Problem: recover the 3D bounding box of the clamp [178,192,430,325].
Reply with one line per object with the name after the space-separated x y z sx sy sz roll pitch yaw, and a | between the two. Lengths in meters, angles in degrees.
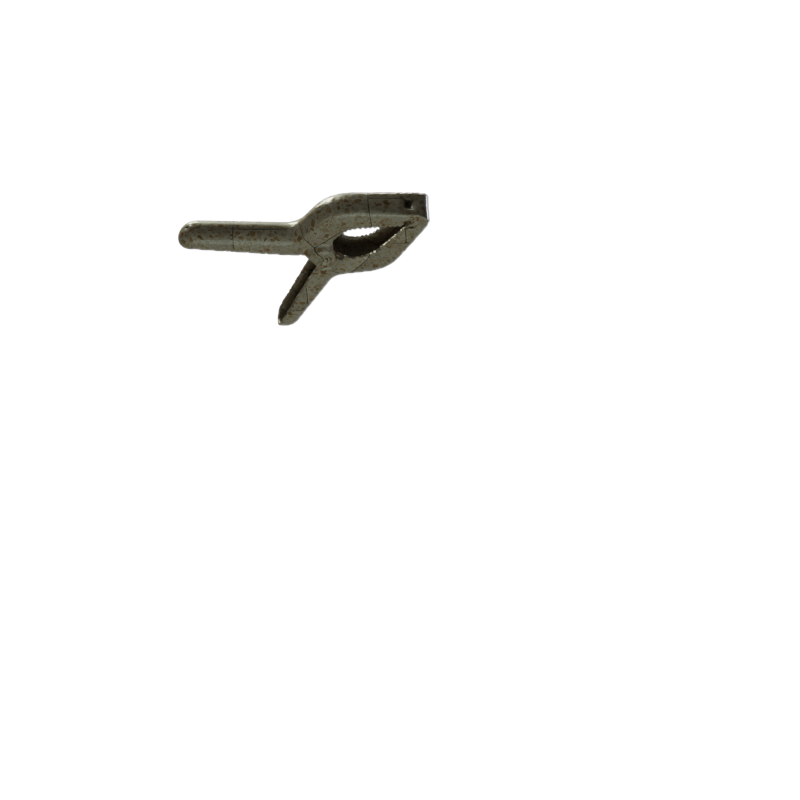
-0.075 -0.137 0.957 0.211 0.039 0.153 -21 -36 32 | clamp
